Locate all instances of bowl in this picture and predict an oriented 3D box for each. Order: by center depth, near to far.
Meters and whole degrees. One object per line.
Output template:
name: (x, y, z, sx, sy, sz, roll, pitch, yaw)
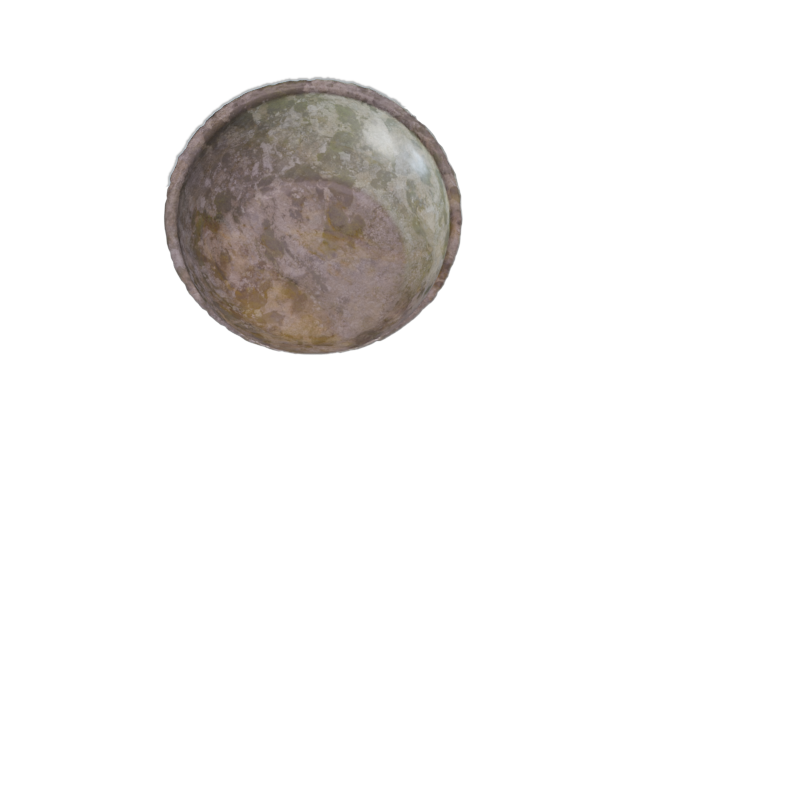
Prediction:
bowl: (-0.045, -0.082, 0.578, 0.162, 0.154, 0.058, 1, 25, -1)
